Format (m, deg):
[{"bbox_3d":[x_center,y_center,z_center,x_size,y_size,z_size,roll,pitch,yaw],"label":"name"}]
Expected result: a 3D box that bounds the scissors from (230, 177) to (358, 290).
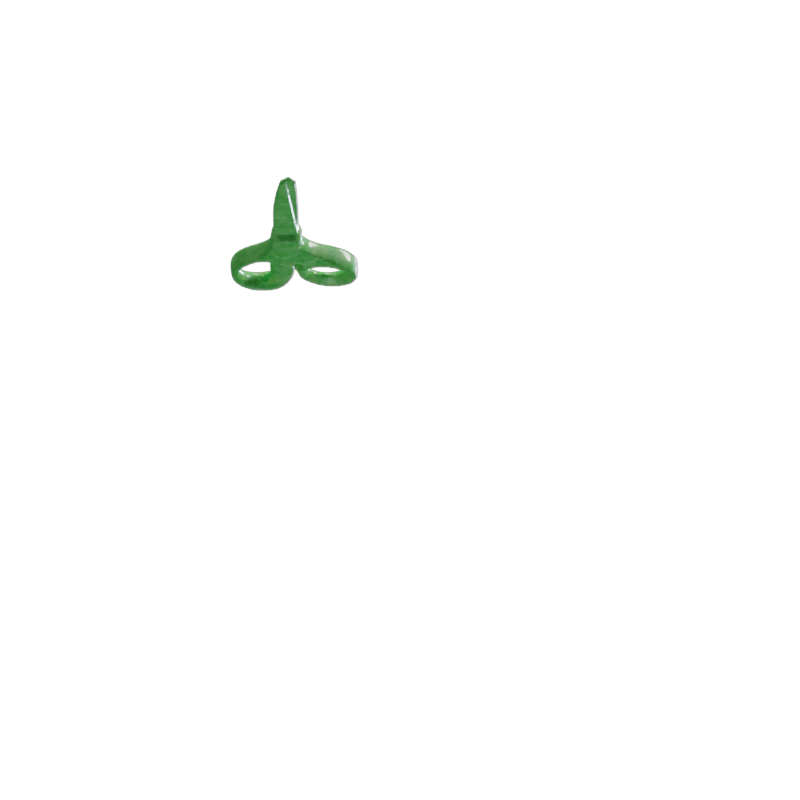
[{"bbox_3d":[-0.055,-0.101,0.704,0.094,0.016,0.200,4,-11,-20],"label":"scissors"}]
